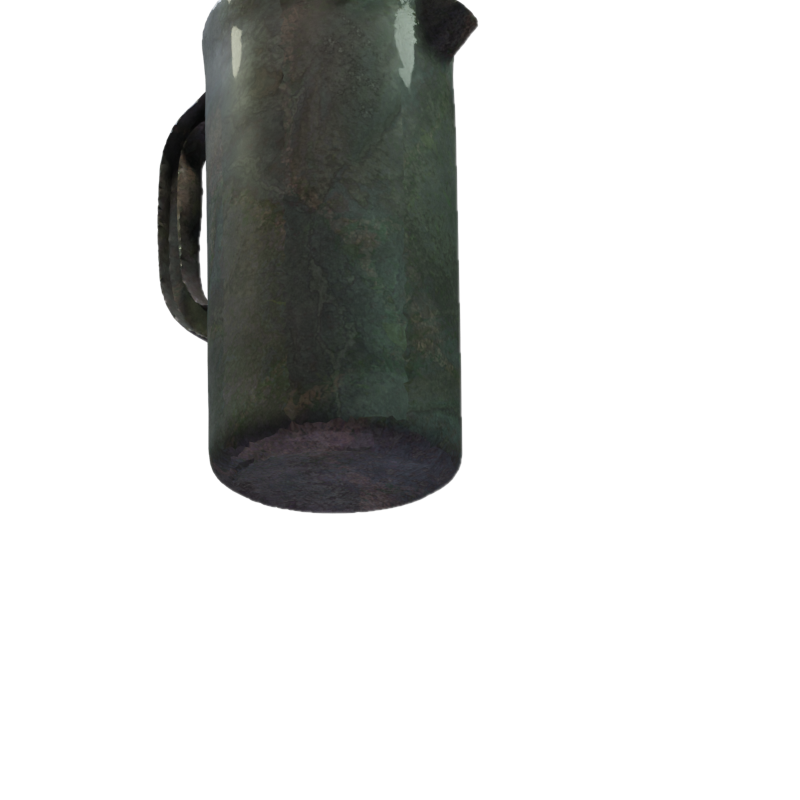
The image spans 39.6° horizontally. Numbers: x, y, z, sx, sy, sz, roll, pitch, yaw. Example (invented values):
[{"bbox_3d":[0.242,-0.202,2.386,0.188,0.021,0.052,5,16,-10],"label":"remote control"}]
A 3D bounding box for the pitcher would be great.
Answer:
[{"bbox_3d":[-0.042,-0.076,0.532,0.142,0.258,0.143,5,-28,-14],"label":"pitcher"}]
